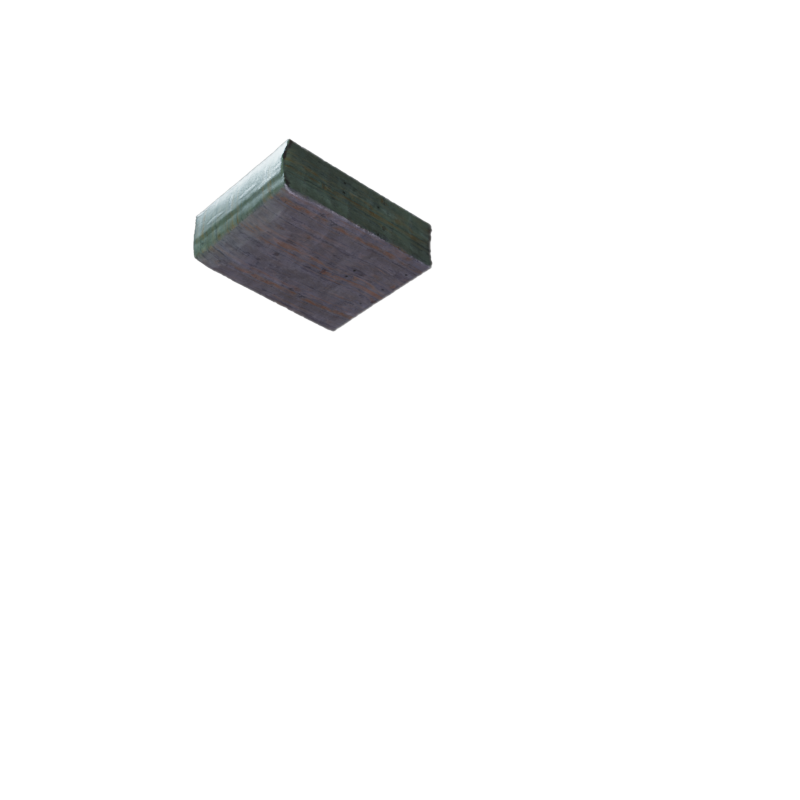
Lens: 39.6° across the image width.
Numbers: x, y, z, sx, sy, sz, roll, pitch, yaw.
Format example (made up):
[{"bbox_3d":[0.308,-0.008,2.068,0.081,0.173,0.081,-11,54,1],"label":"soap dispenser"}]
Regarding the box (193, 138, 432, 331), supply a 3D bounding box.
[{"bbox_3d":[-0.051,-0.093,0.648,0.107,0.042,0.089,26,-42,-33],"label":"box"}]
